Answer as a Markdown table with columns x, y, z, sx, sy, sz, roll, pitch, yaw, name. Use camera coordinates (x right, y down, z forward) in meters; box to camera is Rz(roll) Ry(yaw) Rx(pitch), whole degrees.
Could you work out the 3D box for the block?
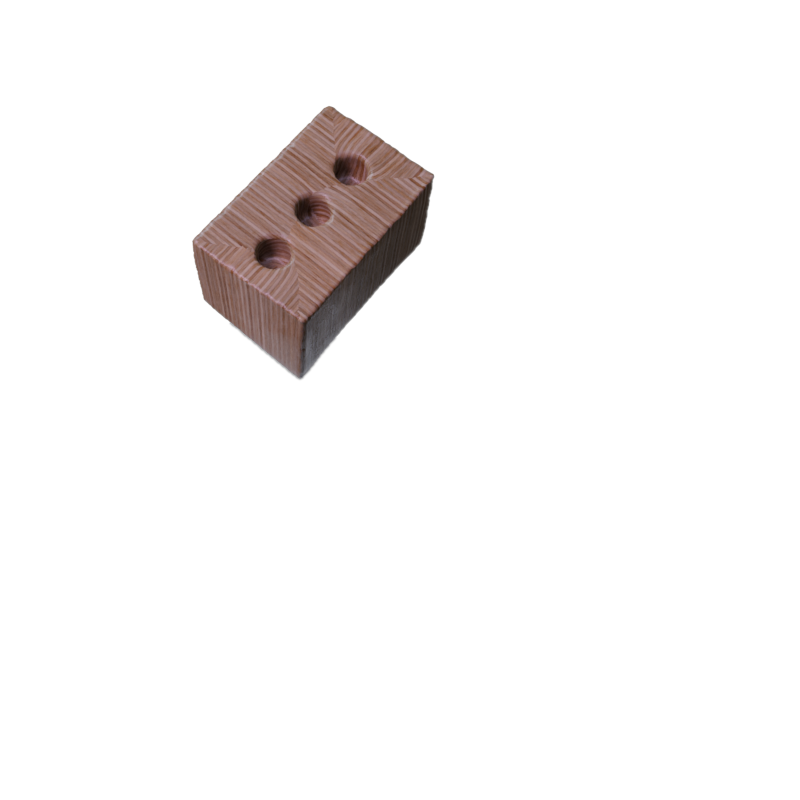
| x | y | z | sx | sy | sz | roll | pitch | yaw | name |
| --- | --- | --- | --- | --- | --- | --- | --- | --- | --- |
| -0.033 | -0.059 | 0.416 | 0.055 | 0.079 | 0.049 | 35 | -20 | 13 | block |
